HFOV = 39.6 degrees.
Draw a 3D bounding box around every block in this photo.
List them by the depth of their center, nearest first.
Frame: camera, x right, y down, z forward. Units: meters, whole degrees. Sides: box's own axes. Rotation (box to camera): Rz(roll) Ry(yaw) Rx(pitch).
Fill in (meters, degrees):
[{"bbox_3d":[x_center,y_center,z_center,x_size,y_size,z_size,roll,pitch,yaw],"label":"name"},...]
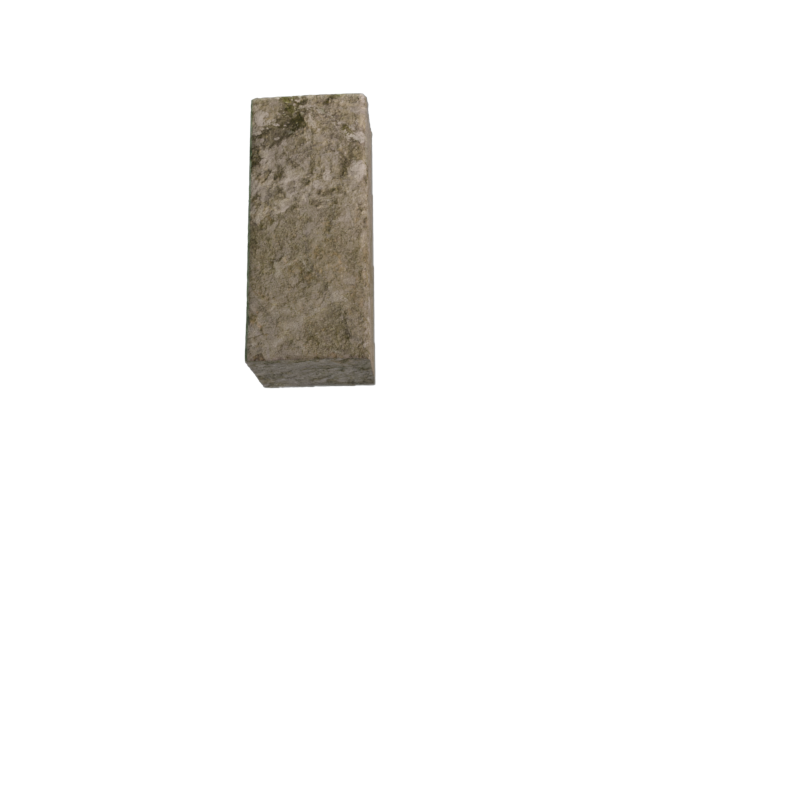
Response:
[{"bbox_3d":[-0.066,-0.121,0.847,0.091,0.215,0.086,-2,-18,3],"label":"block"}]
